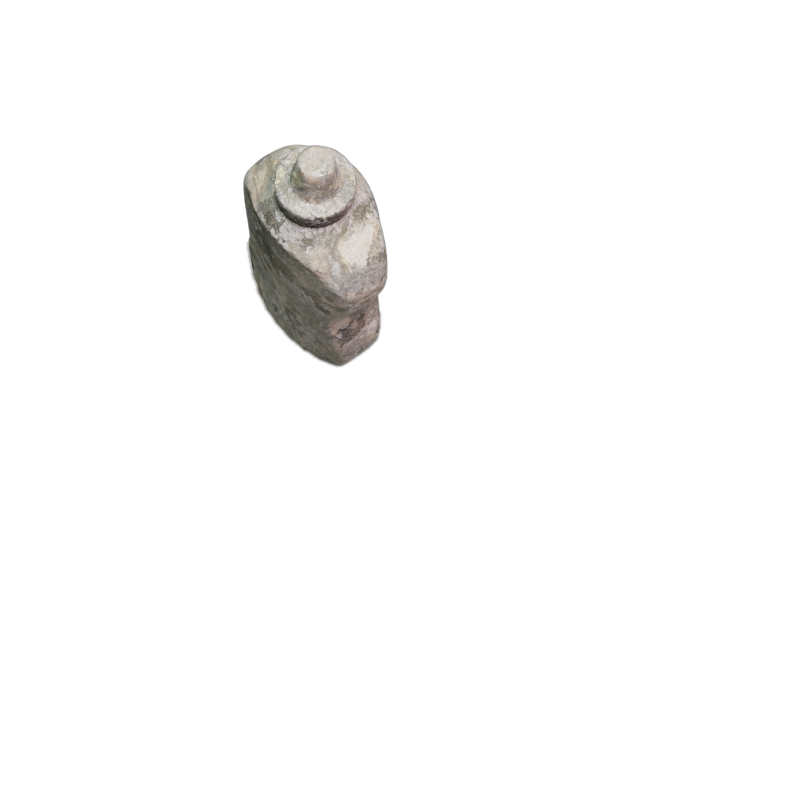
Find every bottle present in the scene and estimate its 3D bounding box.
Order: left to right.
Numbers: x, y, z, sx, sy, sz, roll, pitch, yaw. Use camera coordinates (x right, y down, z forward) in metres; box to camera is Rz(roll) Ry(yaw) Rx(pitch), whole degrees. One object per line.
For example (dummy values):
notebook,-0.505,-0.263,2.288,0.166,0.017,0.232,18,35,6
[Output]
bottle,-0.047,-0.087,0.610,0.058,0.100,0.184,-34,-12,-12
